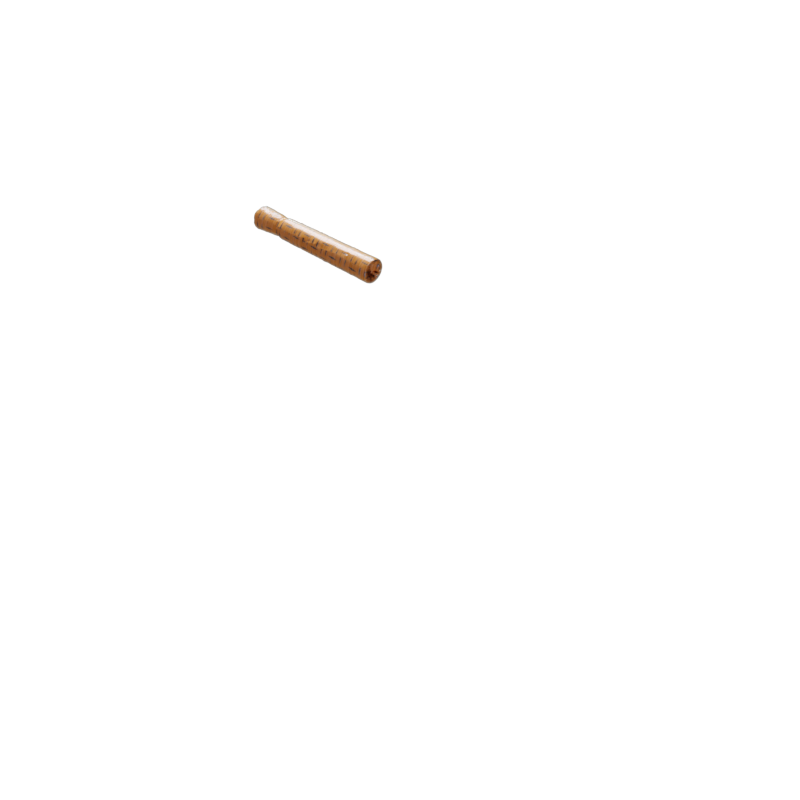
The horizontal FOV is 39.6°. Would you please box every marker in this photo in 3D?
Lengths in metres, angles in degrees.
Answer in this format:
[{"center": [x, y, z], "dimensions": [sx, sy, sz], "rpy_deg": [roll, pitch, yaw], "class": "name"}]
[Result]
[{"center": [-0.064, -0.116, 0.813], "dimensions": [0.129, 0.019, 0.019], "rpy_deg": [30, 21, 36], "class": "marker"}]
